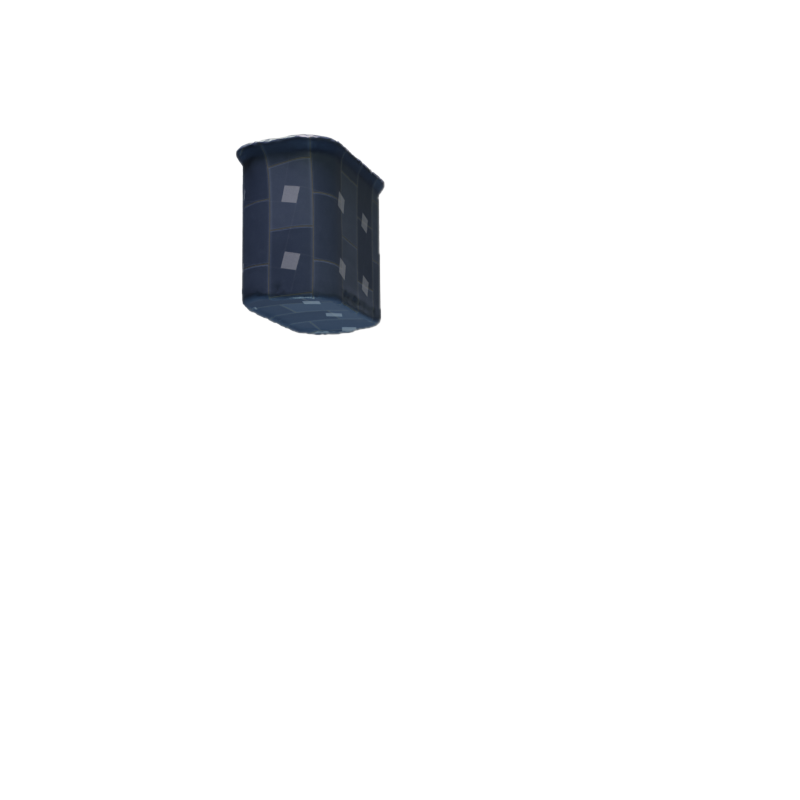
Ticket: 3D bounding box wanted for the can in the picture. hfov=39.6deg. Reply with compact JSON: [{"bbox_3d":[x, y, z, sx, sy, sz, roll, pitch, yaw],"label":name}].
[{"bbox_3d":[-0.046,-0.085,0.593,0.059,0.087,0.097,-5,-12,20],"label":"can"}]
